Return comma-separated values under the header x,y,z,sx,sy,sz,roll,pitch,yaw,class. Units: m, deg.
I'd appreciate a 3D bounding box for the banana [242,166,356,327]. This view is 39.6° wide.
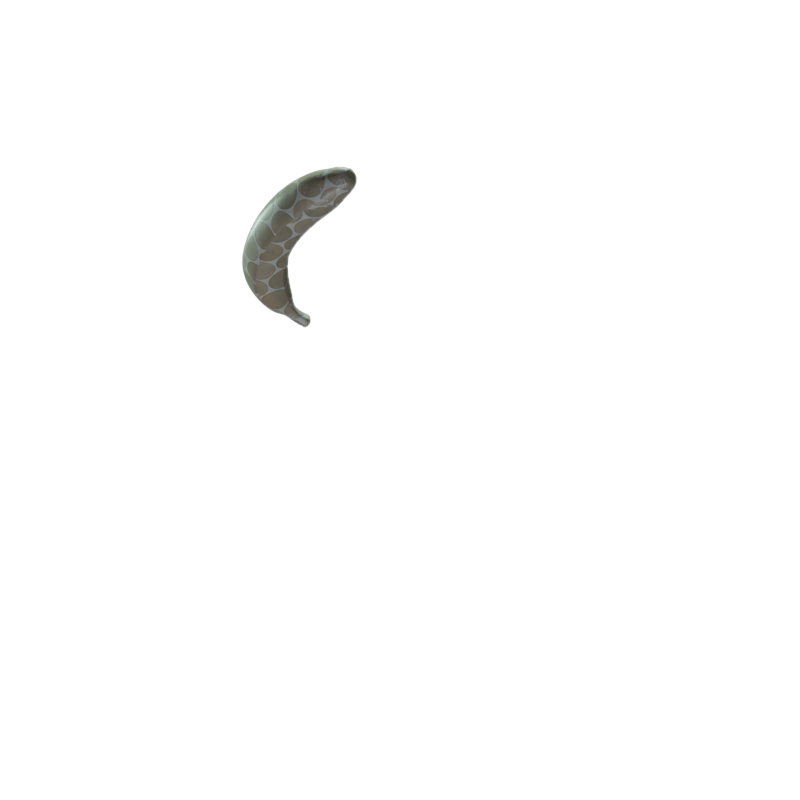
x,y,z,sx,sy,sz,roll,pitch,yaw,class
-0.088,-0.126,0.886,0.068,0.039,0.188,7,-32,-12,banana
